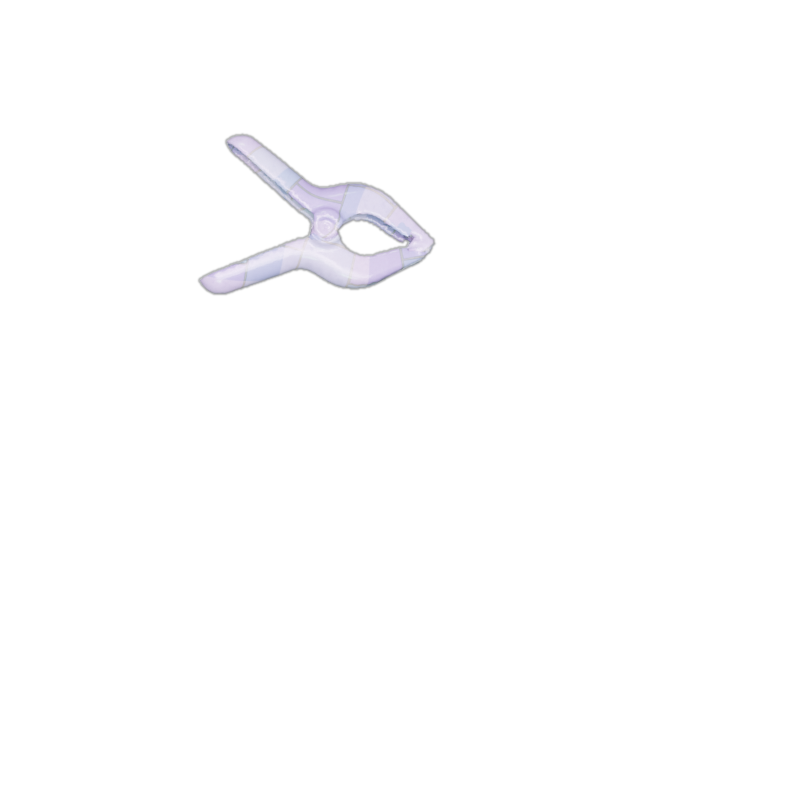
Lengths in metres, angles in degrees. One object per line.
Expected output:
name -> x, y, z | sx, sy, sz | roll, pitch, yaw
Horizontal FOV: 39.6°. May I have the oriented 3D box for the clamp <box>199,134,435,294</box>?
clamp -> -0.064, -0.118, 0.823 | 0.172, 0.121, 0.039 | 18, -4, 1
